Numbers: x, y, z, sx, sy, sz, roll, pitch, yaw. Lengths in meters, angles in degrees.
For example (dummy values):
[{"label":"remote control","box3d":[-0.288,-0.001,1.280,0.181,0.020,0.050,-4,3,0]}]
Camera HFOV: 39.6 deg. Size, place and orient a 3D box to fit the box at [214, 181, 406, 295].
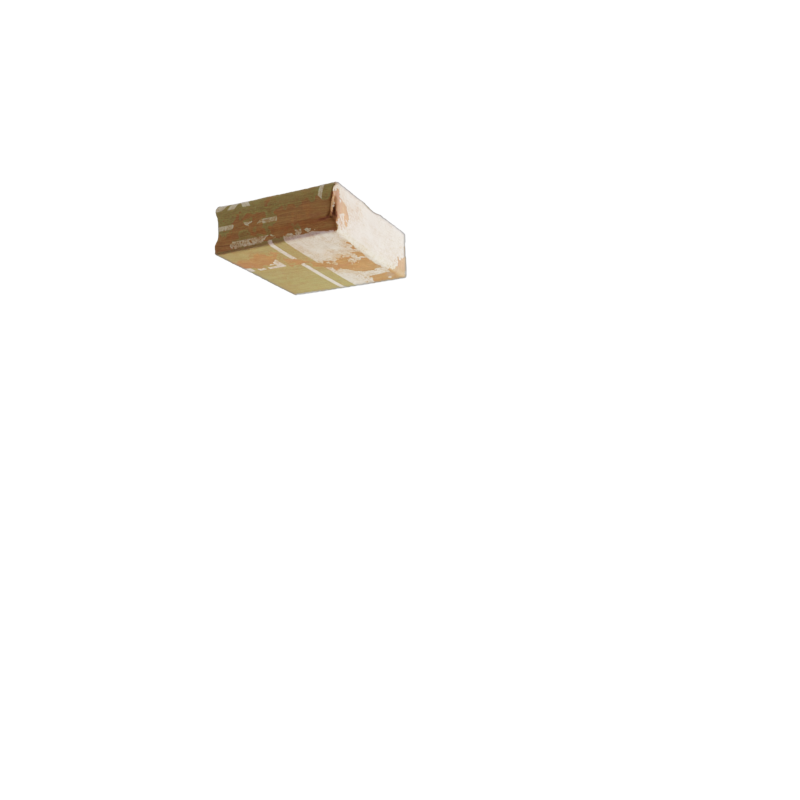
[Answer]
[{"label":"box","box3d":[-0.047,-0.086,0.604,0.075,0.031,0.084,-7,-16,26]}]
